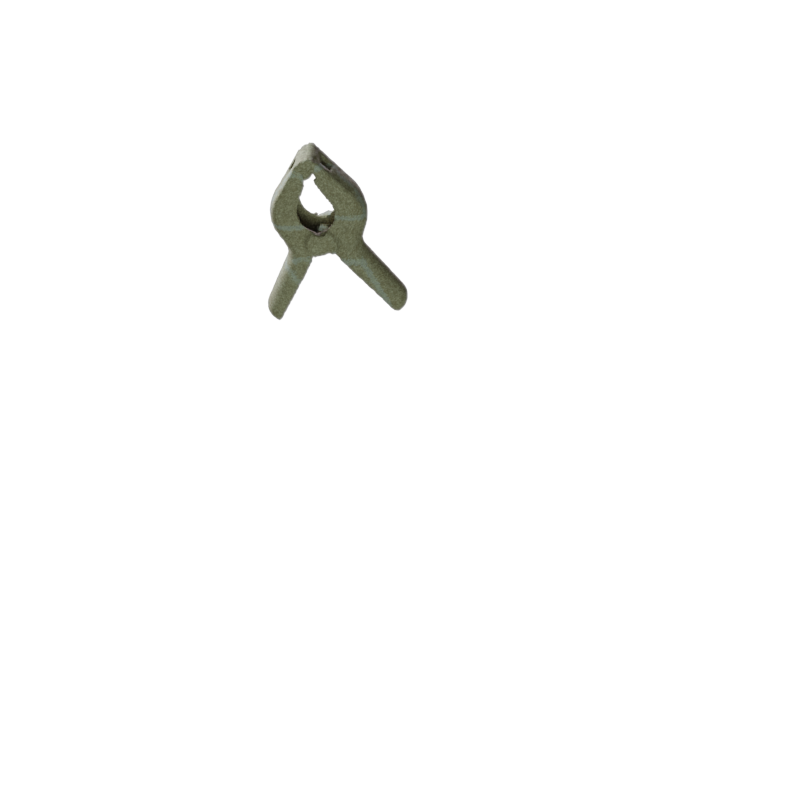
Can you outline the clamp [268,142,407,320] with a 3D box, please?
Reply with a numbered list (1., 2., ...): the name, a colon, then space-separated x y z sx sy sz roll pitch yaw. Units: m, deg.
1. clamp: -0.072 -0.131 0.920 0.121 0.159 0.042 -14 34 10
